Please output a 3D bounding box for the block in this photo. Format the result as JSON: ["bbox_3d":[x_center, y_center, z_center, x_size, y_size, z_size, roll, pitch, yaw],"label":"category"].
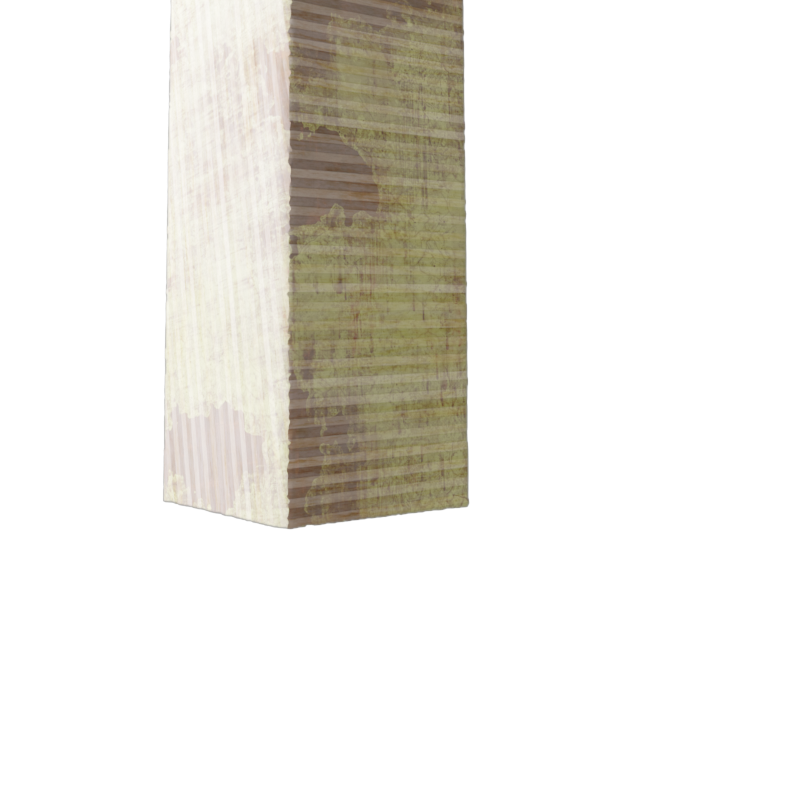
[{"bbox_3d":[-0.035,-0.063,0.445,0.087,0.209,0.093,3,-5,-39],"label":"block"}]
